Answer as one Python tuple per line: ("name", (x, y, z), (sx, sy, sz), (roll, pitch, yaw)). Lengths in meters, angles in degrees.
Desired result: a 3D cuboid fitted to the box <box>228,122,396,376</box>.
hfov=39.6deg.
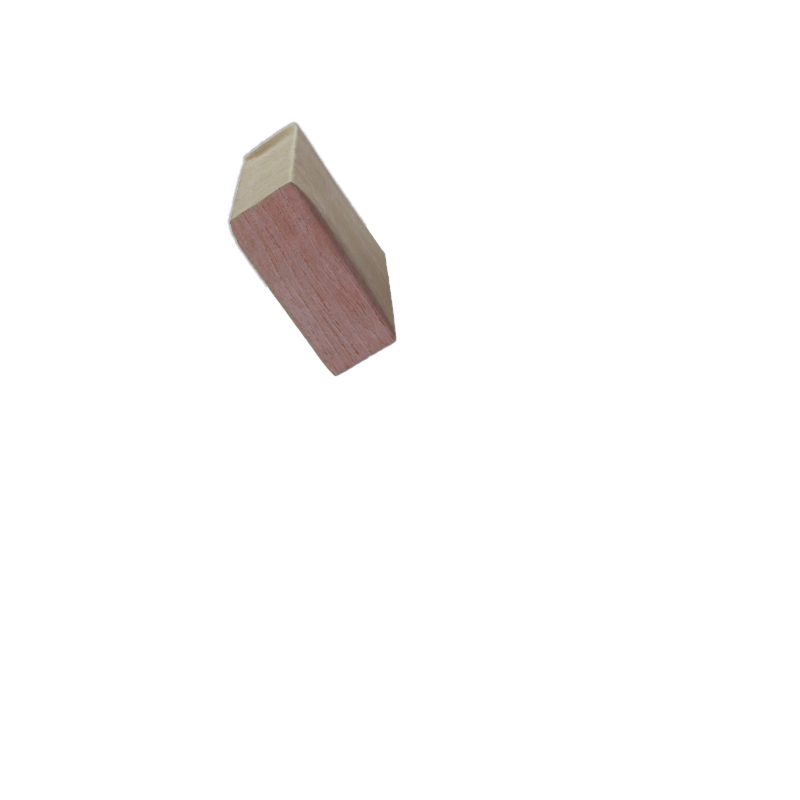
("box", (-0.078, -0.142, 0.992), (0.072, 0.157, 0.225), (-31, 22, 10))
